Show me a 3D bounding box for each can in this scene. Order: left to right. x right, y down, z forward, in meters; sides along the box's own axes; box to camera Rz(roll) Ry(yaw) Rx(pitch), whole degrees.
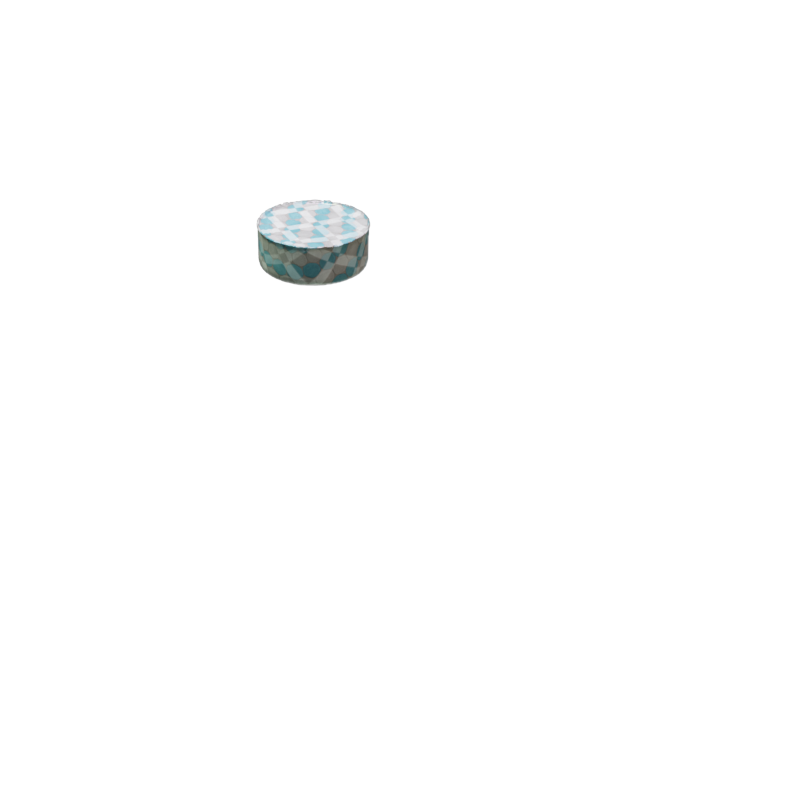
[{"bbox_3d":[-0.066,-0.120,0.844,0.086,0.032,0.091,-1,31,-2],"label":"can"}]
